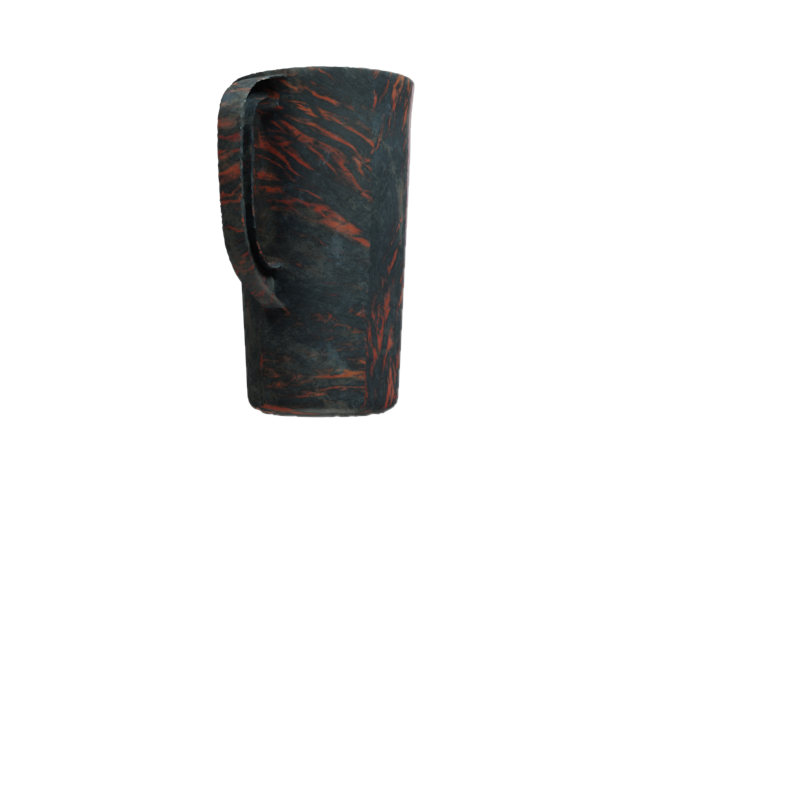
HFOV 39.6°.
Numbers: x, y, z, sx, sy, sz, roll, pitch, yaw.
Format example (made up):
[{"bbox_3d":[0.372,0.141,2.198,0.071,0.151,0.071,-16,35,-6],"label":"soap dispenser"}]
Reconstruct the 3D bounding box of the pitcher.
[{"bbox_3d":[-0.062,-0.113,0.790,0.147,0.245,0.146,0,-2,-12],"label":"pitcher"}]
